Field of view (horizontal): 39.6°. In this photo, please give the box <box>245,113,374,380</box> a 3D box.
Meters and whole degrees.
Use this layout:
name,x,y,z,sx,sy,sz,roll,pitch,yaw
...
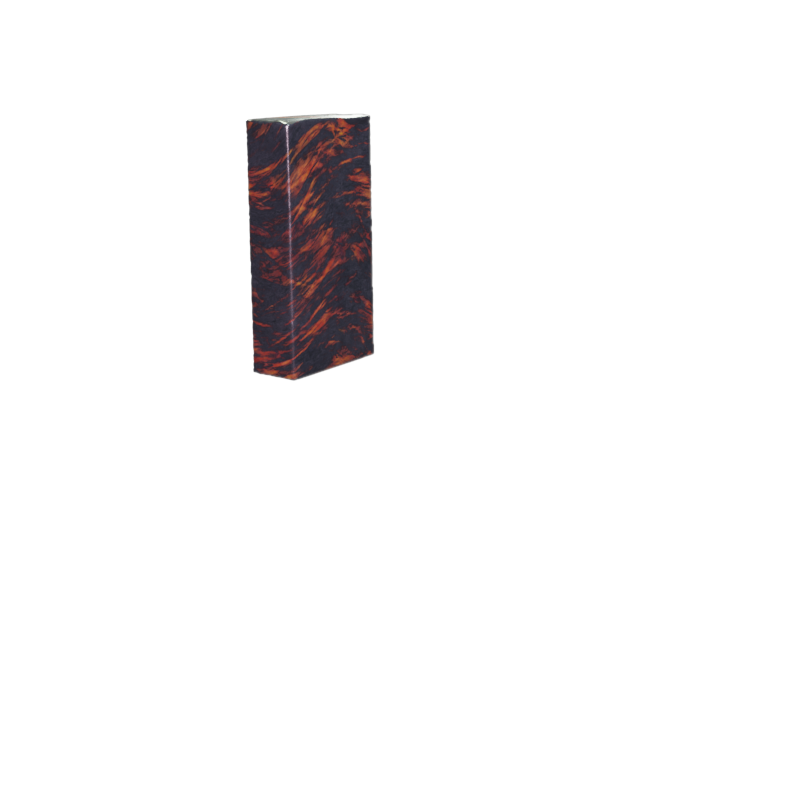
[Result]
name,x,y,z,sx,sy,sz,roll,pitch,yaw
box,-0.061,-0.111,0.778,0.050,0.172,0.091,9,15,36
